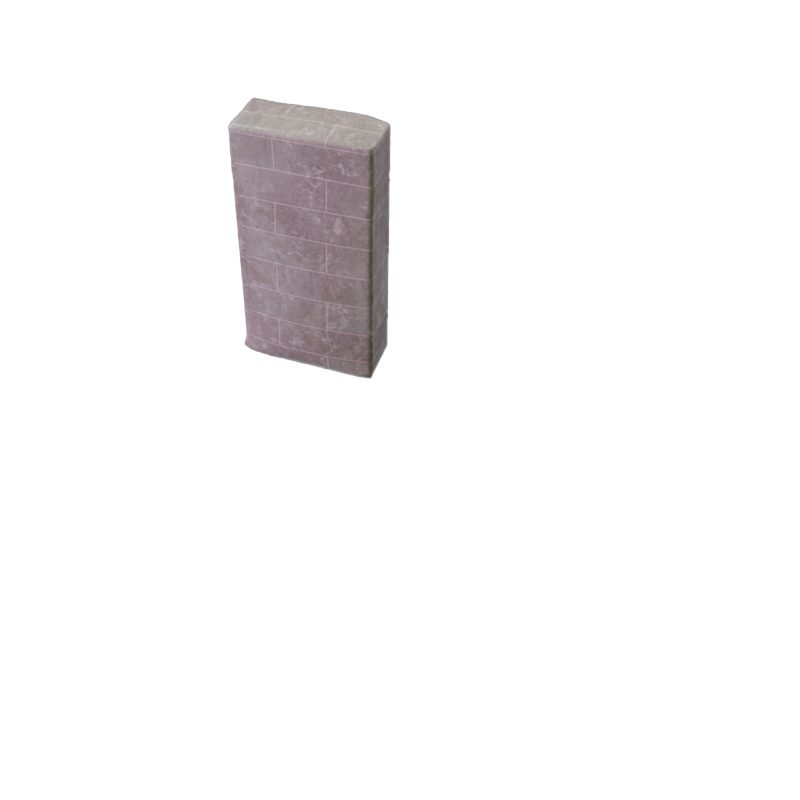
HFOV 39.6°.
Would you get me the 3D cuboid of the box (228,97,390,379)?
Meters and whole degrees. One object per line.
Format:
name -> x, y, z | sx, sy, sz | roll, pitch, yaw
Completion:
box -> -0.055, -0.101, 0.705 | 0.096, 0.165, 0.050 | 14, 37, 15
